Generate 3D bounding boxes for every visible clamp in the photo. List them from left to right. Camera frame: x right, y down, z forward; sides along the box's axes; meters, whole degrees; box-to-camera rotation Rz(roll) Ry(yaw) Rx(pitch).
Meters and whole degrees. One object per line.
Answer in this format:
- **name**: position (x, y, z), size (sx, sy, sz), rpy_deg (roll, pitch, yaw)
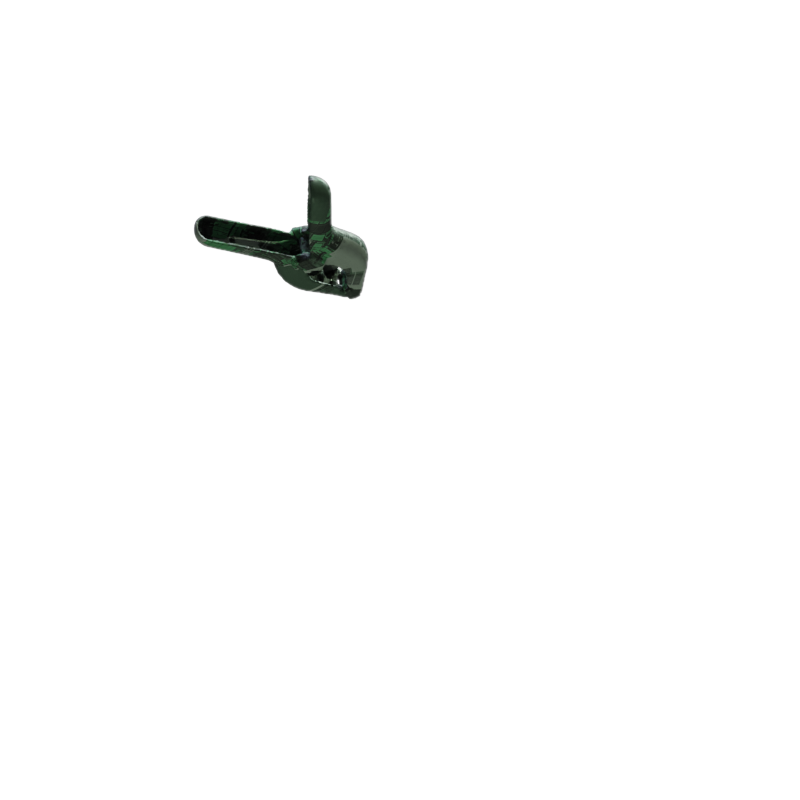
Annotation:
- **clamp**: position (-0.071, -0.130, 0.911), size (0.122, 0.041, 0.161), rpy_deg (-14, -22, 36)
